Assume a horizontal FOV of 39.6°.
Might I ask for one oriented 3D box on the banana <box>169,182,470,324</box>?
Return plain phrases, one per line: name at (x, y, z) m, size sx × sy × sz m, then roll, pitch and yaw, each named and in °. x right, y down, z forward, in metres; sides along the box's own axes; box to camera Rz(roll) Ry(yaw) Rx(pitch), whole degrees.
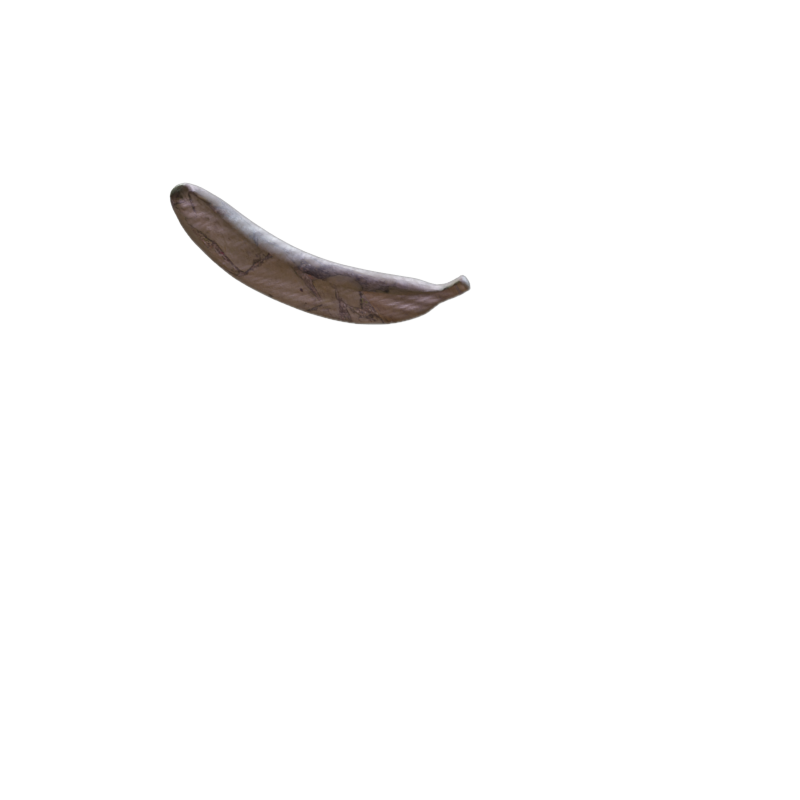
banana at (-0.058, -0.086, 0.709) m, size 0.193 × 0.066 × 0.039 m, roll 16°, pitch 39°, yaw -13°
